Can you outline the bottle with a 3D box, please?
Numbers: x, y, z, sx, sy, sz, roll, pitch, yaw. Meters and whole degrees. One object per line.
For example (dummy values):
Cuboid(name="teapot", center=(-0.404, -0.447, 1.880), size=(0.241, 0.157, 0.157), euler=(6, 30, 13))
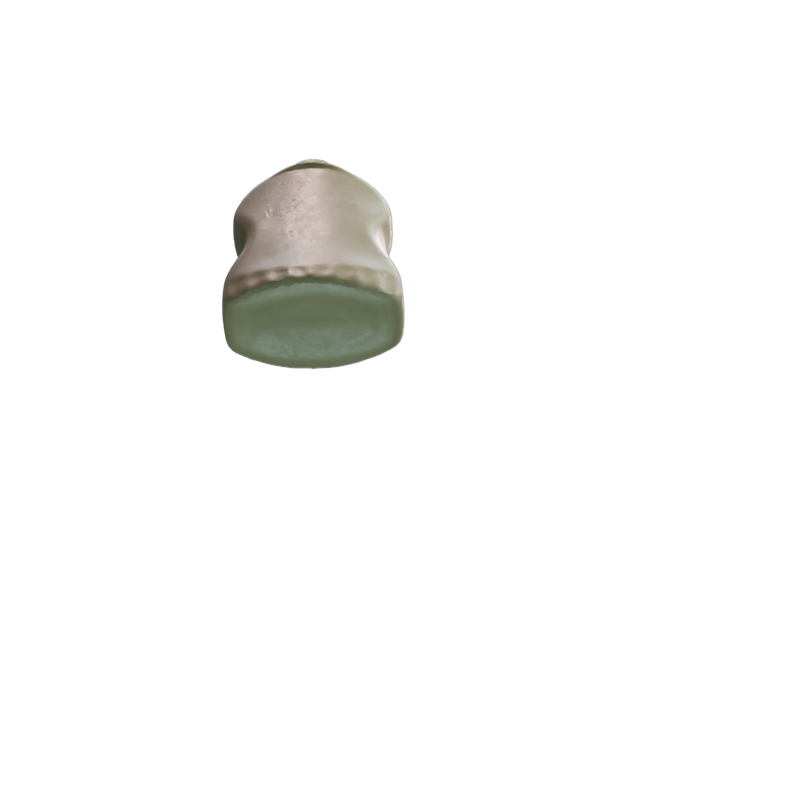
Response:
Cuboid(name="bottle", center=(-0.051, -0.094, 0.657), size=(0.096, 0.055, 0.204), euler=(-4, 34, -1))
